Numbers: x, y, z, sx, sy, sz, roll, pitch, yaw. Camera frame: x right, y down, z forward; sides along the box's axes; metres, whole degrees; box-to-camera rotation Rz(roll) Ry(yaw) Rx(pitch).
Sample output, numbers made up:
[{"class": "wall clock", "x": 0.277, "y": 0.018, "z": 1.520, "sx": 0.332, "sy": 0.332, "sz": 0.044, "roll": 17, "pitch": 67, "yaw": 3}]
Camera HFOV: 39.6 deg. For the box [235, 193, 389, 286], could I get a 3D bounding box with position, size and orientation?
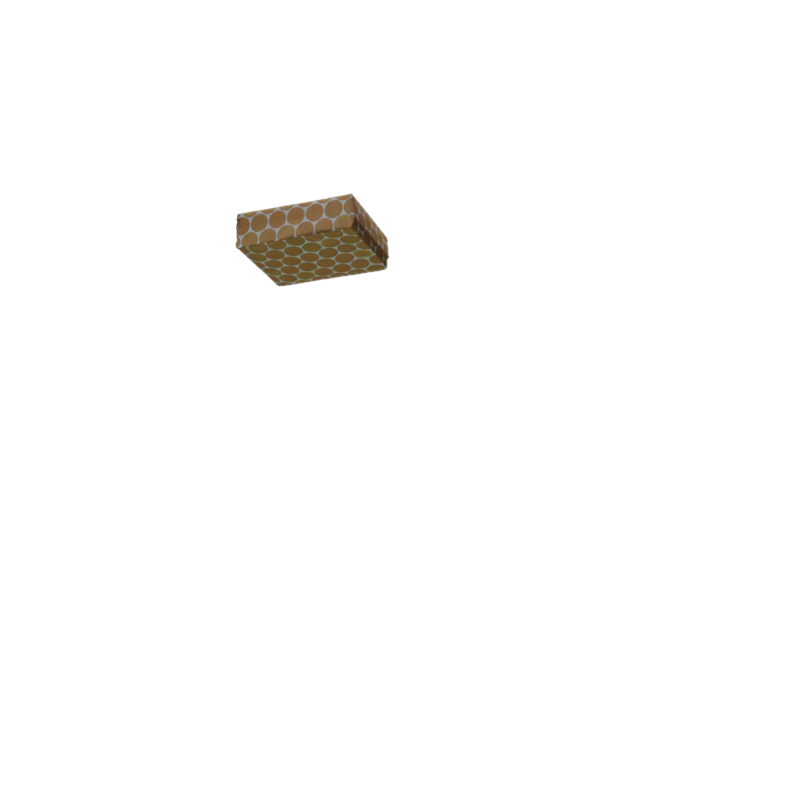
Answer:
[{"class": "box", "x": -0.077, "y": -0.141, "z": 0.987, "sx": 0.115, "sy": 0.041, "sz": 0.084, "roll": -8, "pitch": -24, "yaw": 19}]
